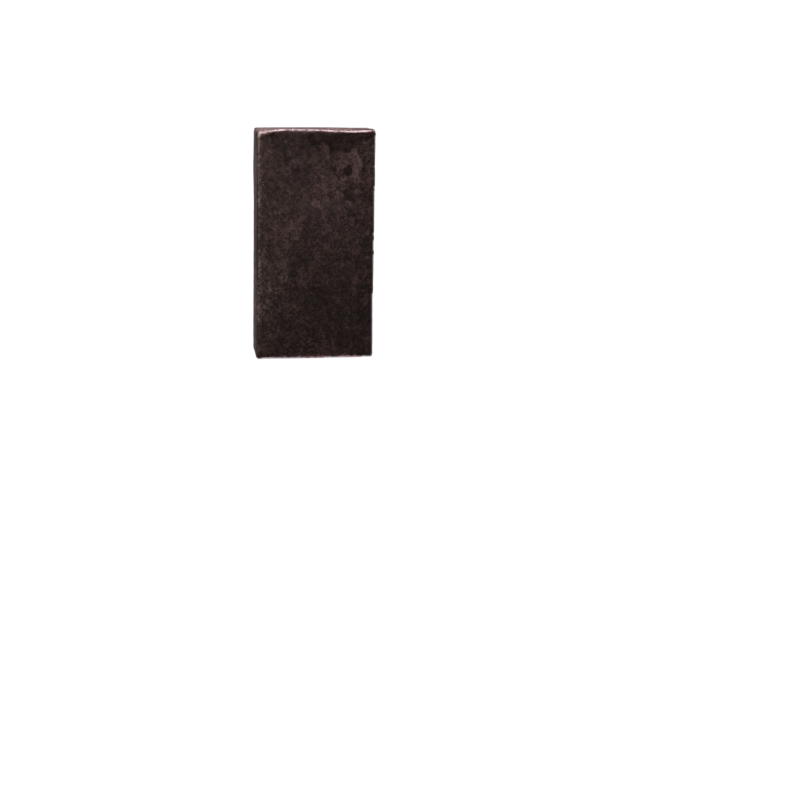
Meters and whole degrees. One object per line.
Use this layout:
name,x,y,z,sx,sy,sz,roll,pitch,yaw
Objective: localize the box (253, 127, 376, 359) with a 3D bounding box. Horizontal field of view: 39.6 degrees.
box,-0.067,-0.122,0.858,0.092,0.172,0.050,-1,11,-8
